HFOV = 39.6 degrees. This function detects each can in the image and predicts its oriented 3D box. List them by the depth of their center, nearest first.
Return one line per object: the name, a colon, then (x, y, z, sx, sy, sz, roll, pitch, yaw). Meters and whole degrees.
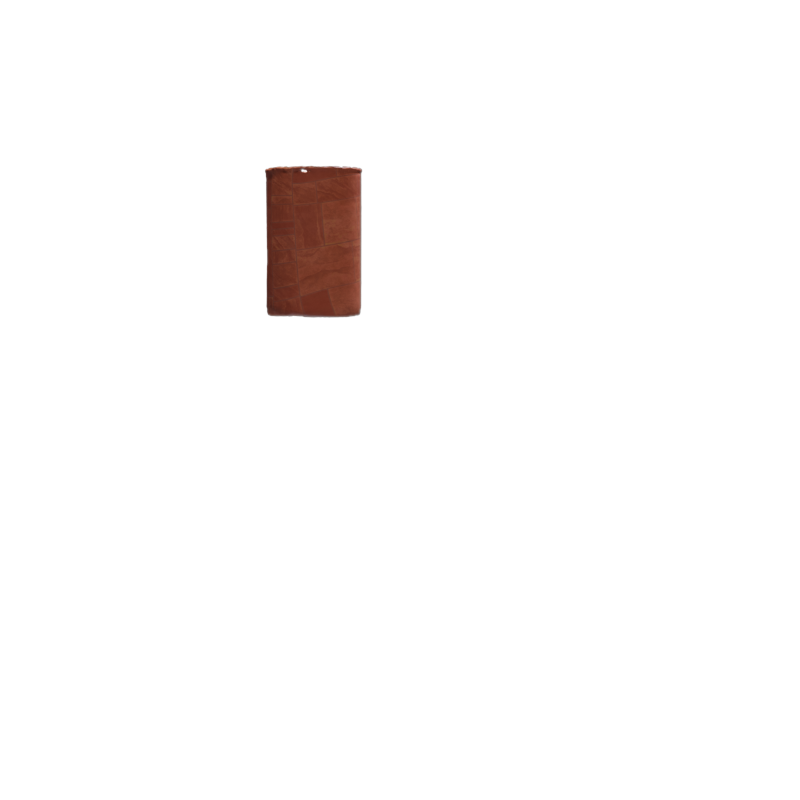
can: (-0.060, -0.110, 0.772, 0.068, 0.102, 0.069, 0, 2, -2)
